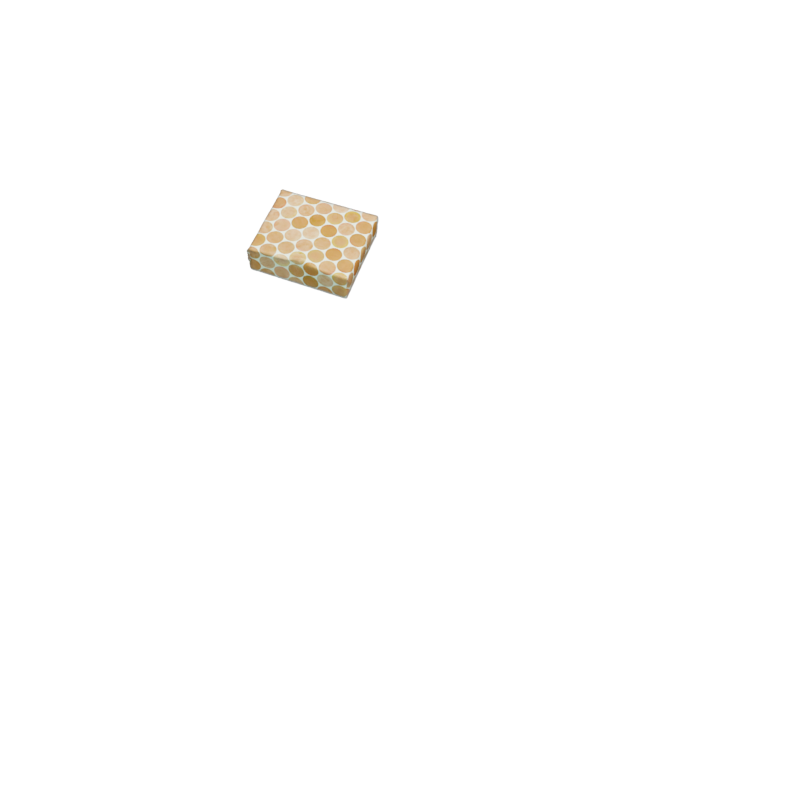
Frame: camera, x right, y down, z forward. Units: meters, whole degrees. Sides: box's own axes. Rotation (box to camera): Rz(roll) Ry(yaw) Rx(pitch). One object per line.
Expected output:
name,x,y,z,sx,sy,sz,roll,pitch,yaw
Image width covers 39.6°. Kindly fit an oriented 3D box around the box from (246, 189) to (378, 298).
box,-0.072,-0.131,0.916,0.092,0.076,0.028,17,-35,12
